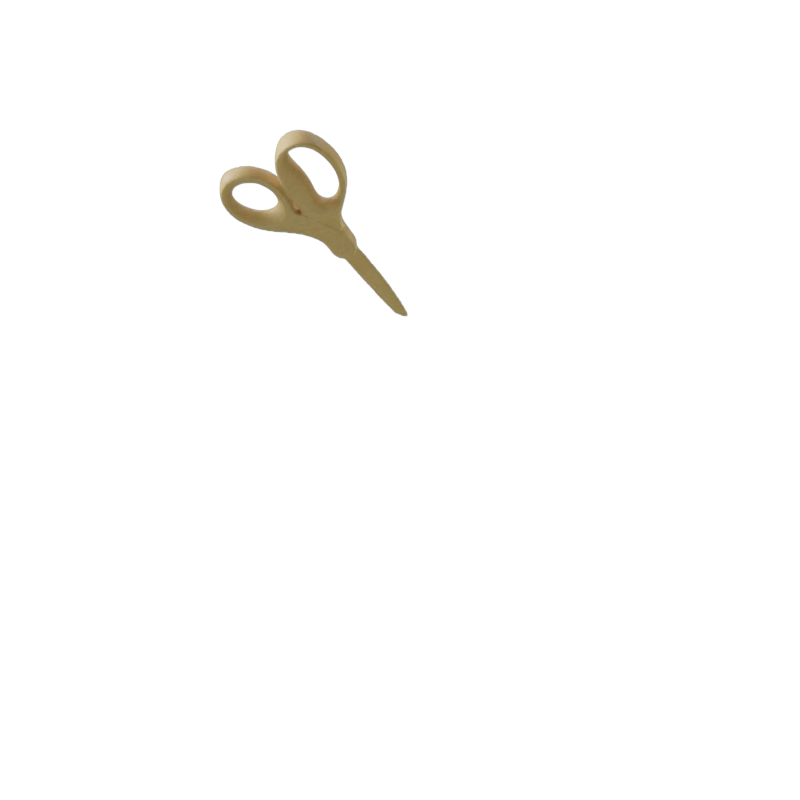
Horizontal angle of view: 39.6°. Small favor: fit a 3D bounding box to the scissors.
[{"bbox_3d":[-0.062,-0.113,0.788,0.097,0.017,0.186,-8,-38,10],"label":"scissors"}]
